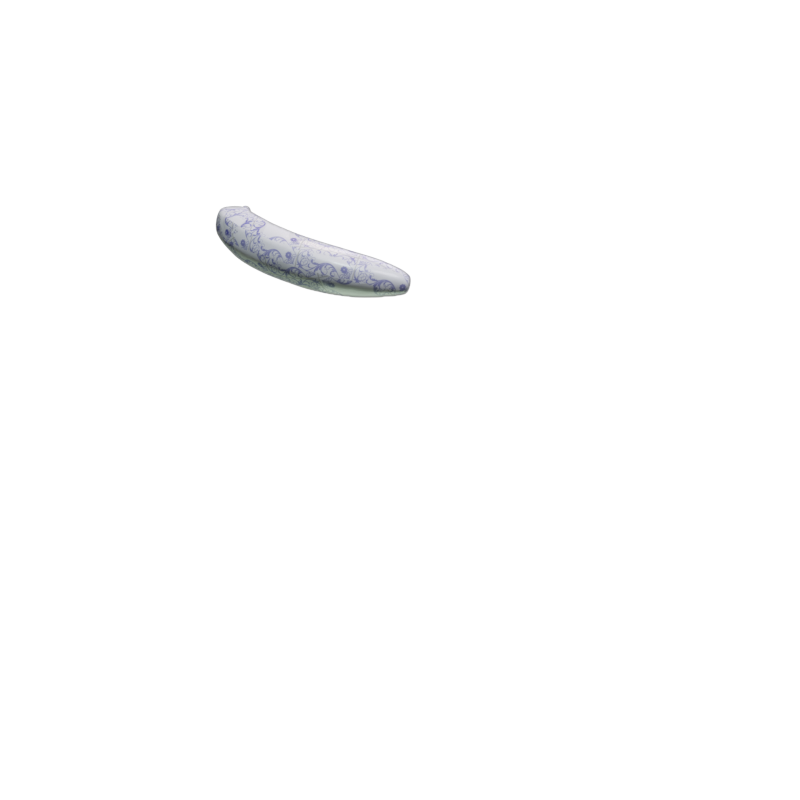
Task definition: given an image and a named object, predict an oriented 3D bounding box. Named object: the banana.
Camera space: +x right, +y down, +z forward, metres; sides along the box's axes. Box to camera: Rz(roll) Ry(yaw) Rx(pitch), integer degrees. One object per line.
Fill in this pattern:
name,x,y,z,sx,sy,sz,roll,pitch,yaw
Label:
banana,-0.083,-0.118,0.858,0.069,0.035,0.211,-26,41,-36
